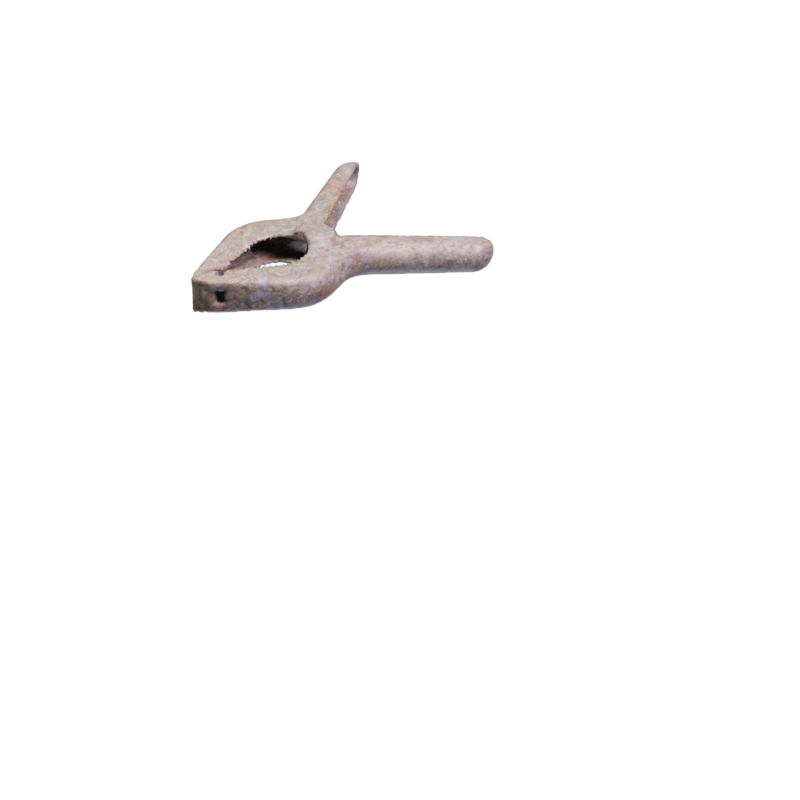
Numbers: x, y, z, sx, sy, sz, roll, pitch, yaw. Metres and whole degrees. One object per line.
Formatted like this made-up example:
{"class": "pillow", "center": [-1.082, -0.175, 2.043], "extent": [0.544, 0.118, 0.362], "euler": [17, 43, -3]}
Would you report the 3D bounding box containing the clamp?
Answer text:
{"class": "clamp", "center": [-0.063, -0.114, 0.800], "extent": [0.207, 0.034, 0.177], "euler": [-20, 40, -26]}
